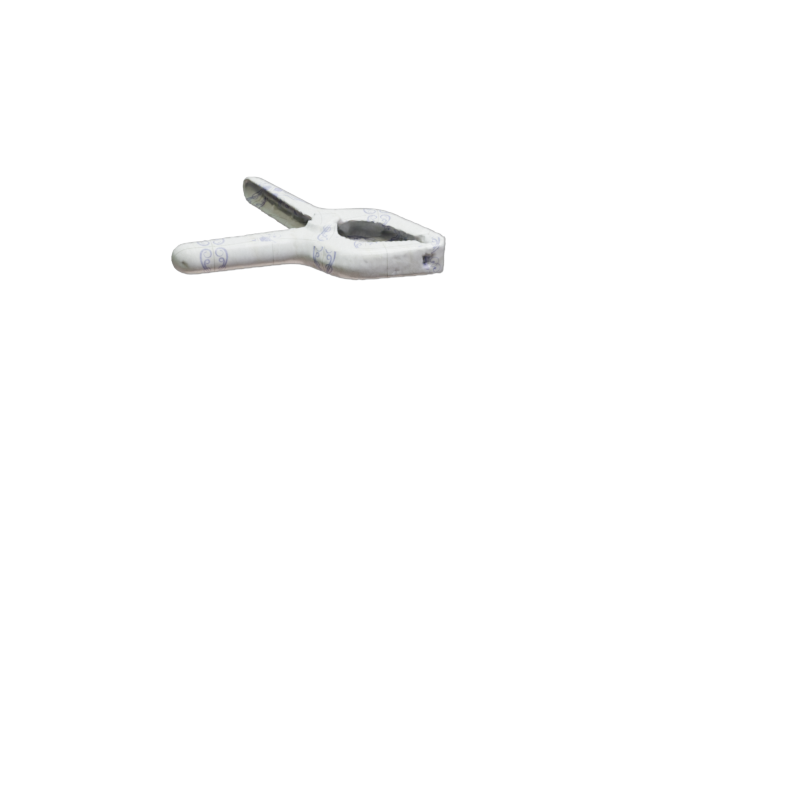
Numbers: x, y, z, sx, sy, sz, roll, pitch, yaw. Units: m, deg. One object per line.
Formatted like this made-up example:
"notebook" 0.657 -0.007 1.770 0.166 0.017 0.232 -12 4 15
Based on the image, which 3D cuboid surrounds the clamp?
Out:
"clamp" -0.071 -0.129 0.901 0.218 0.034 0.169 14 35 20
